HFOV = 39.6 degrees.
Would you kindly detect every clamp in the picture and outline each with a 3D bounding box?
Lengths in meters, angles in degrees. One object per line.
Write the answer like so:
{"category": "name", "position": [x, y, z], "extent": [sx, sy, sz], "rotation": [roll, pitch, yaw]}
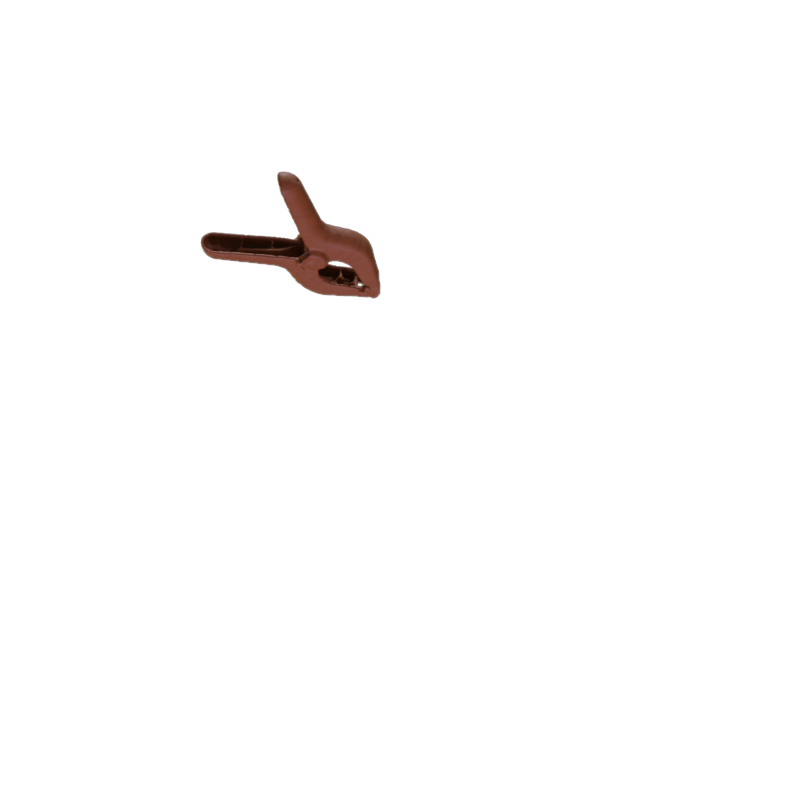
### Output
{"category": "clamp", "position": [-0.077, -0.141, 0.985], "extent": [0.163, 0.042, 0.118], "rotation": [17, -33, -29]}
